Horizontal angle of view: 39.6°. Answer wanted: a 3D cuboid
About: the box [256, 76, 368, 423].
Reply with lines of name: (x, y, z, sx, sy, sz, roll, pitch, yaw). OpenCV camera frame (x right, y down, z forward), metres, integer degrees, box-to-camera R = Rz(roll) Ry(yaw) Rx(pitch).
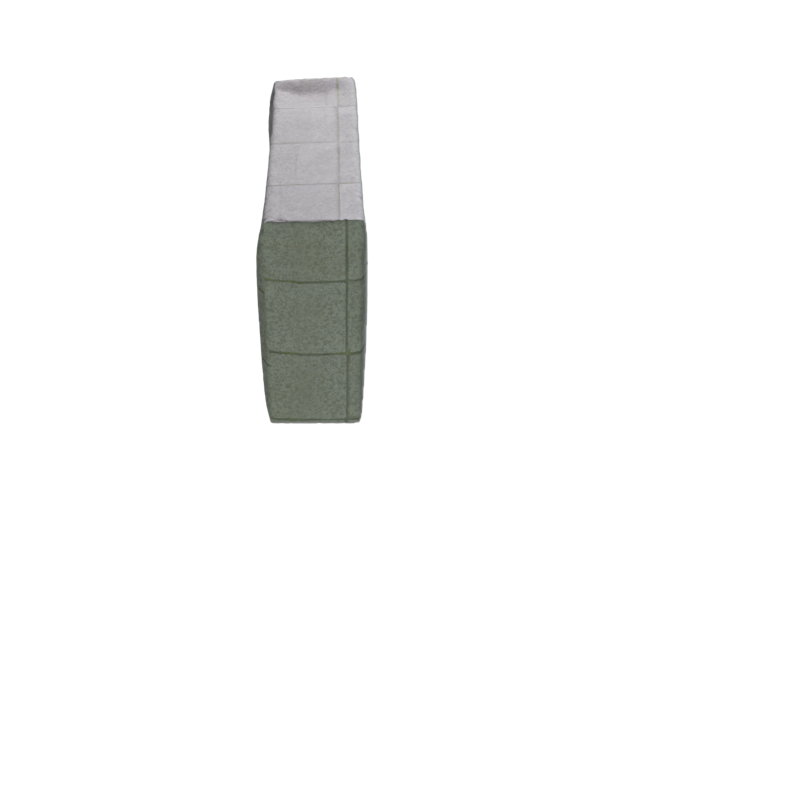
box: (-0.063, -0.114, 0.799, 0.072, 0.153, 0.229, -1, 37, -3)
